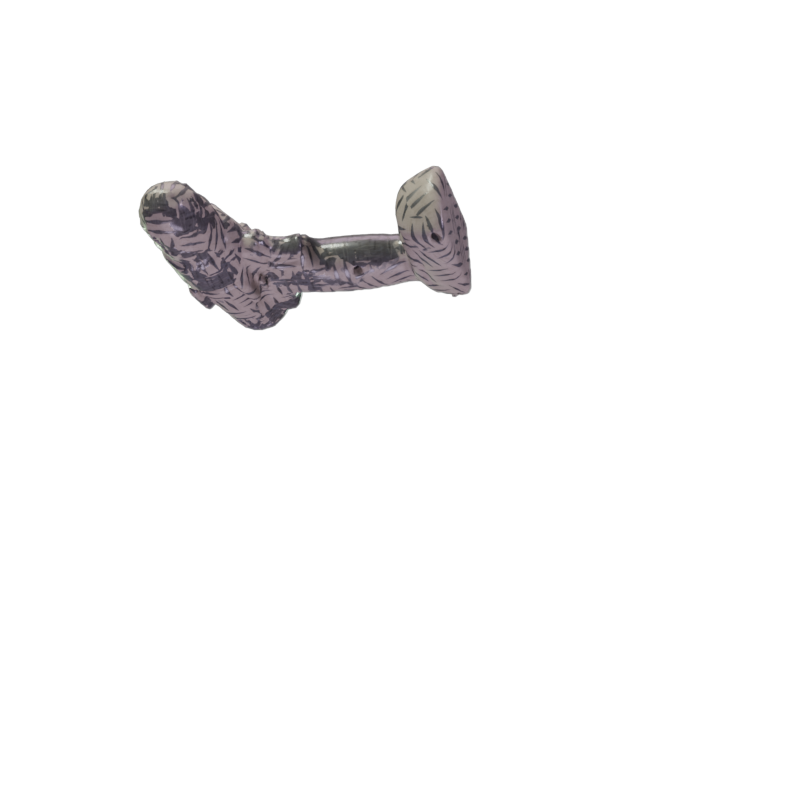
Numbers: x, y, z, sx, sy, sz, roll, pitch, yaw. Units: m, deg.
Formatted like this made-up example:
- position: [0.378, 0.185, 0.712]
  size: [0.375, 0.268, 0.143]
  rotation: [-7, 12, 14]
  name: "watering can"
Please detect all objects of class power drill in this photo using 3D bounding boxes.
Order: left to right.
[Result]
- position: [-0.056, -0.103, 0.719]
  size: [0.191, 0.060, 0.173]
  rotation: [-5, -17, 16]
  name: "power drill"
